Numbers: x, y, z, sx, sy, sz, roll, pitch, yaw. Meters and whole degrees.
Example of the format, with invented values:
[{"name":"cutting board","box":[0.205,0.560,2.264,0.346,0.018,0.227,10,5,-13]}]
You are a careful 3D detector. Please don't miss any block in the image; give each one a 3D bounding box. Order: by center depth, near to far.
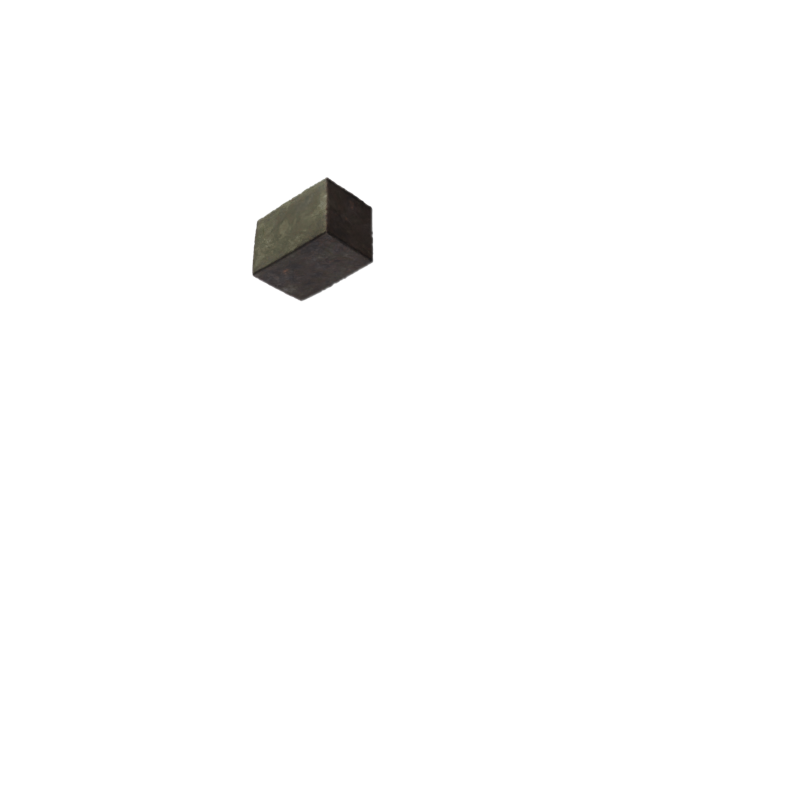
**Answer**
[{"name":"block","box":[-0.065,-0.118,0.826,0.078,0.055,0.049,-26,-40,34]}]
